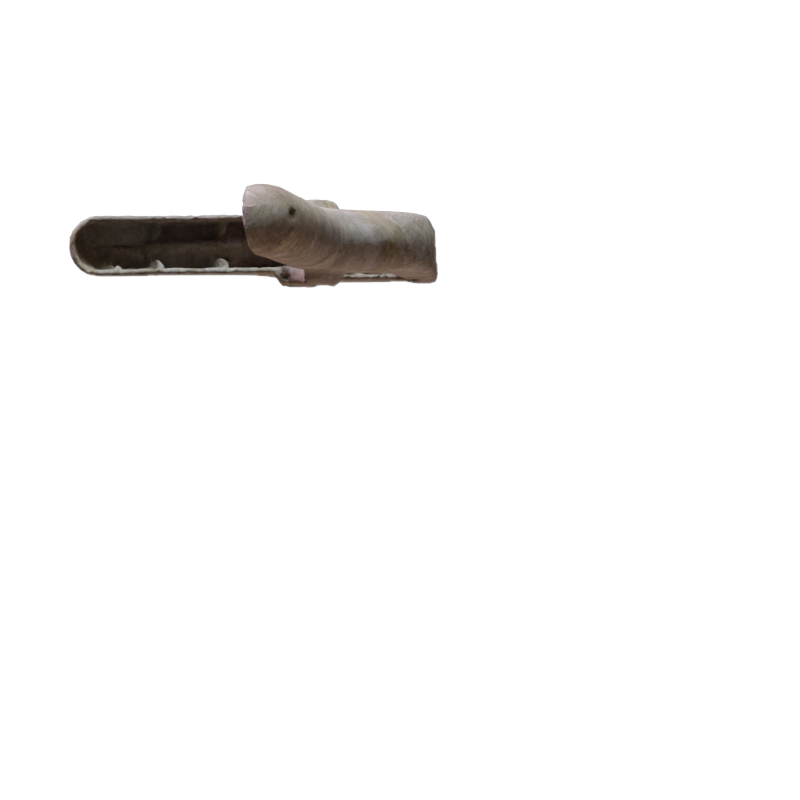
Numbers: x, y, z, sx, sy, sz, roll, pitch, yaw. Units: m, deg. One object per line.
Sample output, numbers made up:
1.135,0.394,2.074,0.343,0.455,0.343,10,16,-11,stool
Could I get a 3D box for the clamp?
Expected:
-0.036,-0.066,0.461,0.165,0.039,0.125,-6,9,-38,clamp
